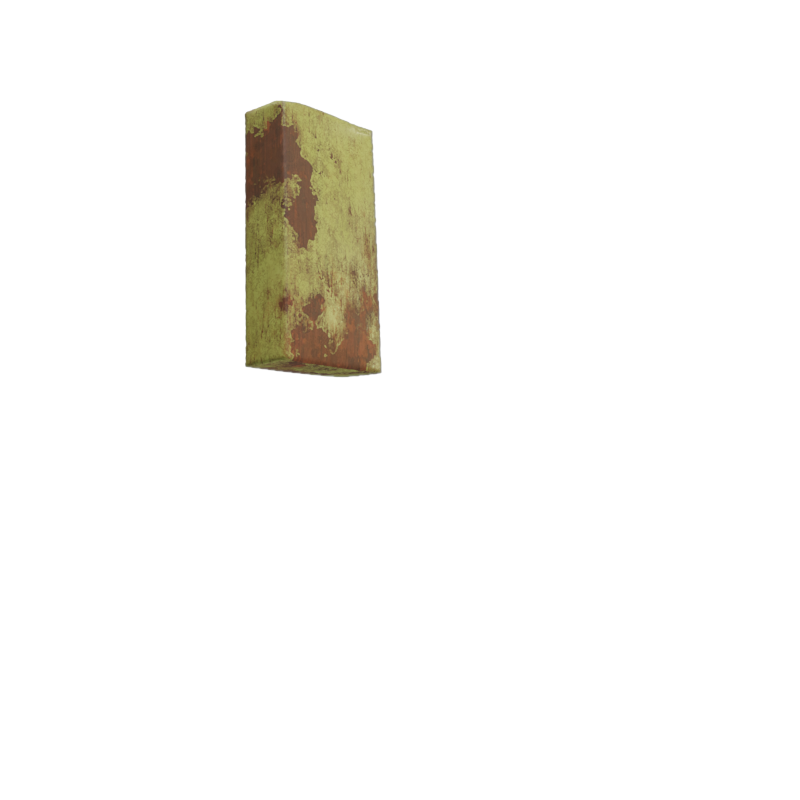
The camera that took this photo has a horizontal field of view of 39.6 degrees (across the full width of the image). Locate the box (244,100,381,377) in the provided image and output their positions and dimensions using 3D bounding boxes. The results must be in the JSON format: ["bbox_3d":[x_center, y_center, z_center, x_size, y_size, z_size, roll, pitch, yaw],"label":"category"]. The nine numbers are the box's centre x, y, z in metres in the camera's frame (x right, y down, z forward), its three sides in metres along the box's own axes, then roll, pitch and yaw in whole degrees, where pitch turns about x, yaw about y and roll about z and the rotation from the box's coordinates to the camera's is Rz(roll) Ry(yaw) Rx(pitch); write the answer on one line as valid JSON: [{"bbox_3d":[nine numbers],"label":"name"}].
[{"bbox_3d":[-0.058,-0.107,0.748,0.049,0.182,0.088,-13,-17,41],"label":"box"}]
